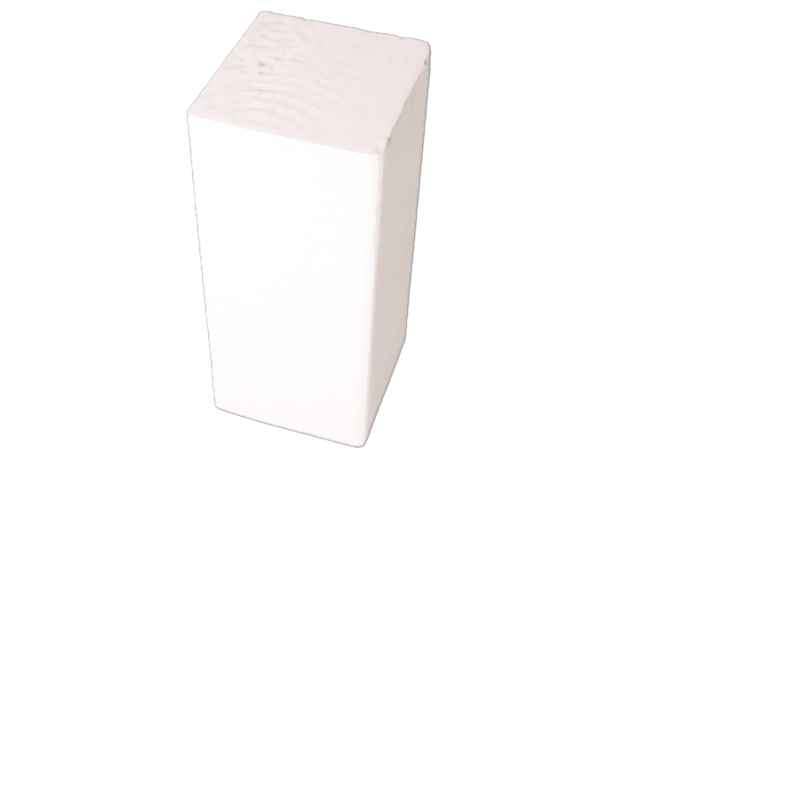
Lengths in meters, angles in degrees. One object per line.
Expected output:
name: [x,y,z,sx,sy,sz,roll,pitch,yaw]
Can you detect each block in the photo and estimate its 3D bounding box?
block: [-0.044,-0.081,0.567,0.092,0.095,0.192,15,-41,10]
